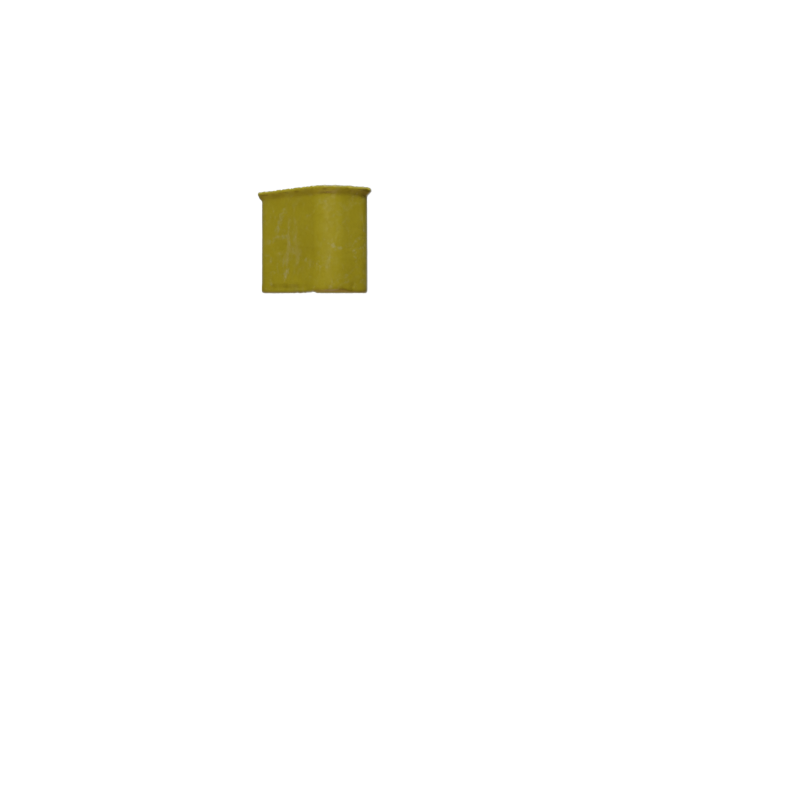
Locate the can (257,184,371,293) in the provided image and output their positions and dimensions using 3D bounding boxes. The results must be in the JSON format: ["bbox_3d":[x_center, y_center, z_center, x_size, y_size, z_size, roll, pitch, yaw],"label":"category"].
[{"bbox_3d":[-0.070,-0.128,0.899,0.055,0.084,0.106,0,1,-41],"label":"can"}]
